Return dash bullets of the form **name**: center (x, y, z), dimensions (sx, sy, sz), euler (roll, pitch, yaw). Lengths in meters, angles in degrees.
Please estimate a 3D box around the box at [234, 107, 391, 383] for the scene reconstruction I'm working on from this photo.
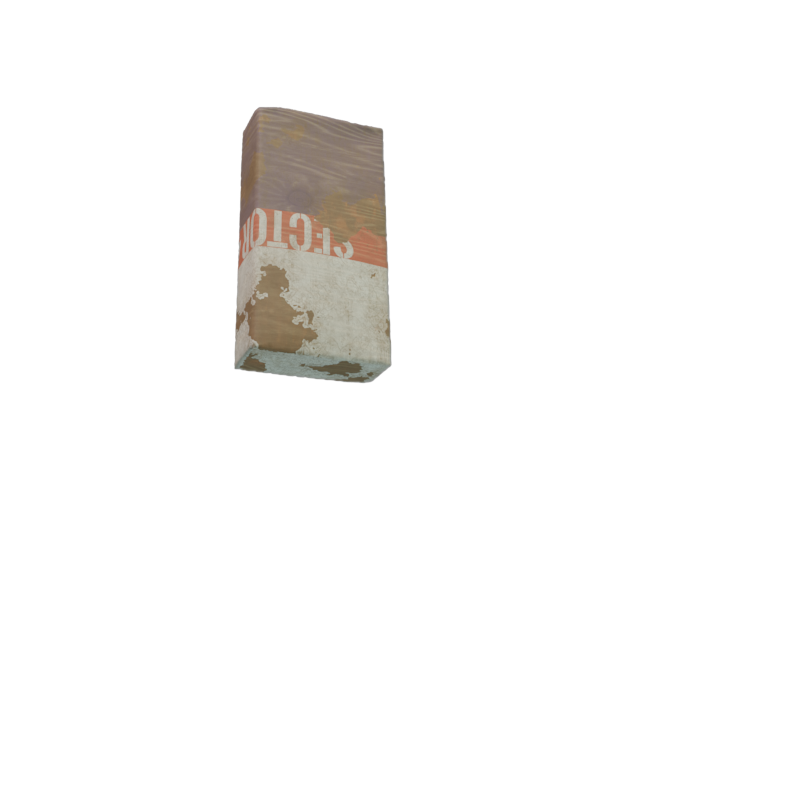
- **box**: center (-0.056, -0.103, 0.720), dimensions (0.091, 0.186, 0.047), euler (7, -25, -19)
